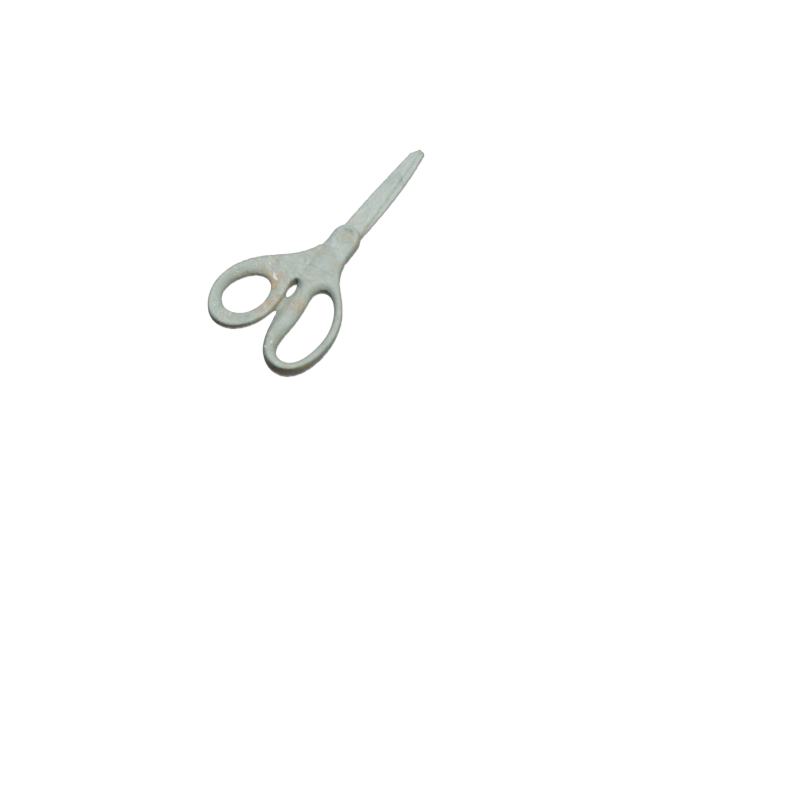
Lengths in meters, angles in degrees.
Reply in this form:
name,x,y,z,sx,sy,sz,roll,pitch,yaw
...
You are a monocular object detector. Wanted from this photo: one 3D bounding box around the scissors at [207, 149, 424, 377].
name,x,y,z,sx,sy,sz,roll,pitch,yaw
scissors,-0.058,-0.105,0.735,0.098,0.211,0.015,14,-33,9
